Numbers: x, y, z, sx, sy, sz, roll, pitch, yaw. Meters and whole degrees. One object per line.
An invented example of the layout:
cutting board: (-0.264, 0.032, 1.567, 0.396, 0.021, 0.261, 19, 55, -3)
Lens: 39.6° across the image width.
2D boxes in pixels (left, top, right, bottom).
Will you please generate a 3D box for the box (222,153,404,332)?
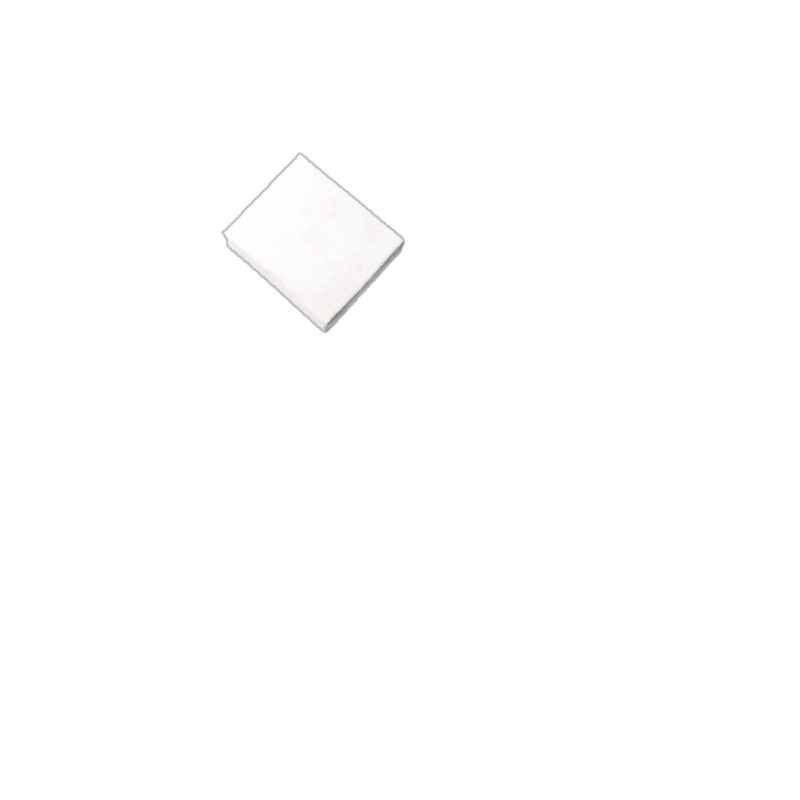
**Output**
box: (-0.055, -0.099, 0.696, 0.092, 0.074, 0.029, 41, -11, 9)
